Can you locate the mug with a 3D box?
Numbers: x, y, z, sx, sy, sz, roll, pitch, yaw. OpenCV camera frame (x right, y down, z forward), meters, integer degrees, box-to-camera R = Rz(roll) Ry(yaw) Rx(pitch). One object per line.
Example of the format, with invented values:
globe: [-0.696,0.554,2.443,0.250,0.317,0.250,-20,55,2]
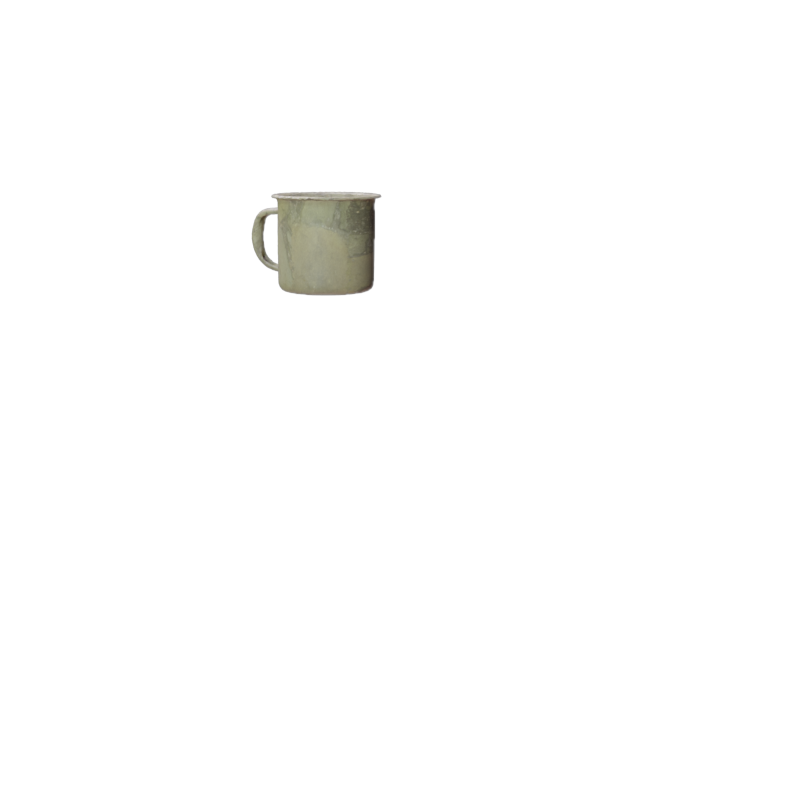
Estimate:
mug: [-0.074,-0.134,0.941,0.121,0.080,0.092,5,11,22]
